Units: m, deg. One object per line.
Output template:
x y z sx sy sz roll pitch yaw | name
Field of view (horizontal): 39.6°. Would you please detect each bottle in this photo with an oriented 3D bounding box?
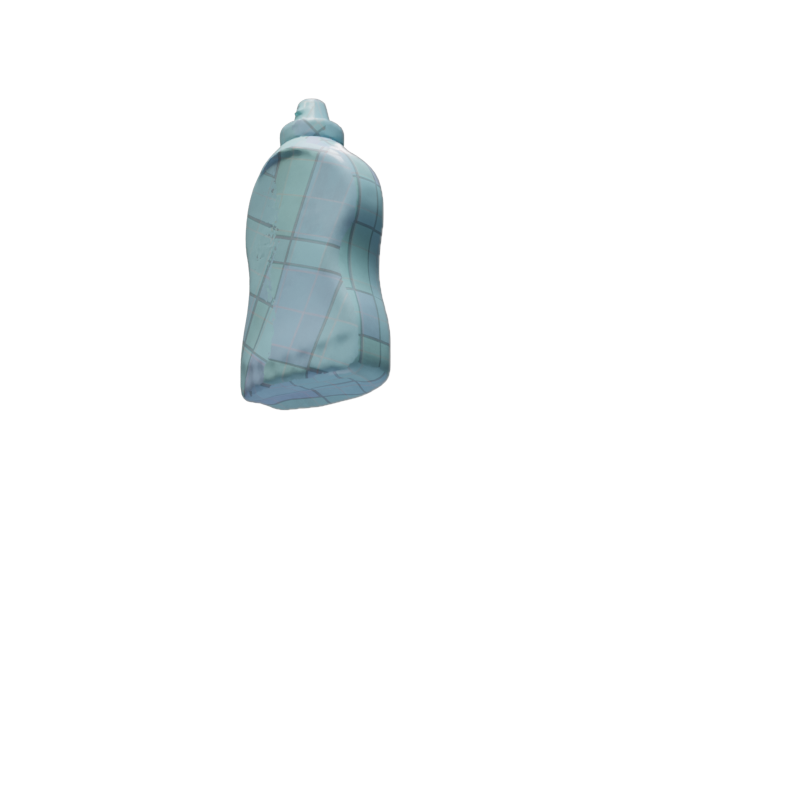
-0.053 -0.096 0.674 0.097 0.202 0.055 -20 -28 39 | bottle
